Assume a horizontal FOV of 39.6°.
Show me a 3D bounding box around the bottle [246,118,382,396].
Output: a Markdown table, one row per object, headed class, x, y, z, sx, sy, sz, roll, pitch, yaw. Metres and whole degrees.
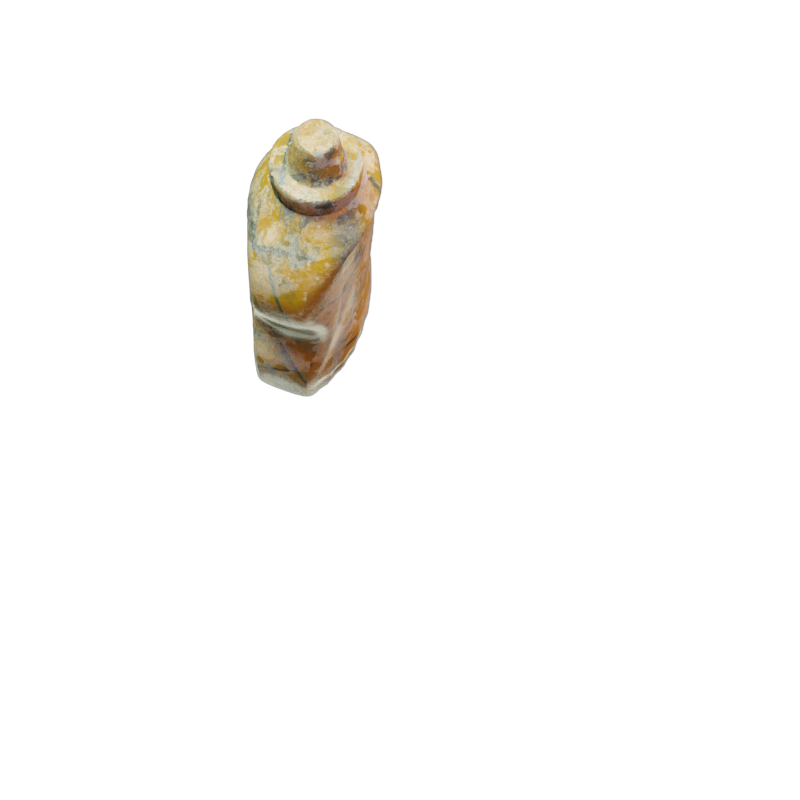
| class | x | y | z | sx | sy | sz | roll | pitch | yaw |
| --- | --- | --- | --- | --- | --- | --- | --- | --- | --- |
| bottle | -0.042 | -0.077 | 0.539 | 0.059 | 0.100 | 0.182 | 21 | -22 | 4 |
